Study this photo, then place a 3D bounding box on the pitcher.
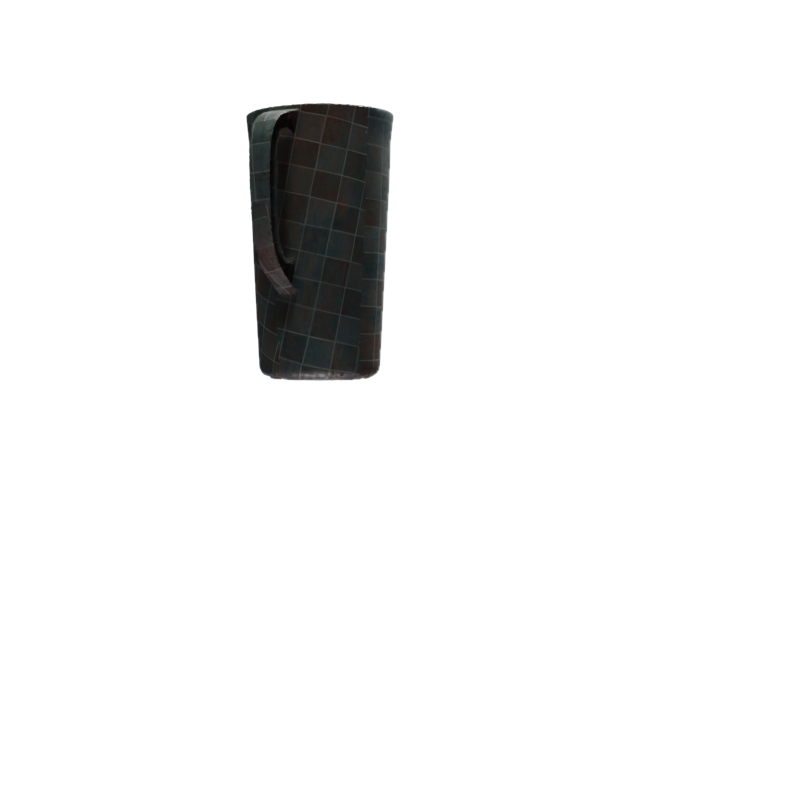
[{"bbox_3d":[-0.077,-0.141,0.988,0.145,0.245,0.148,1,-2,-20],"label":"pitcher"}]
